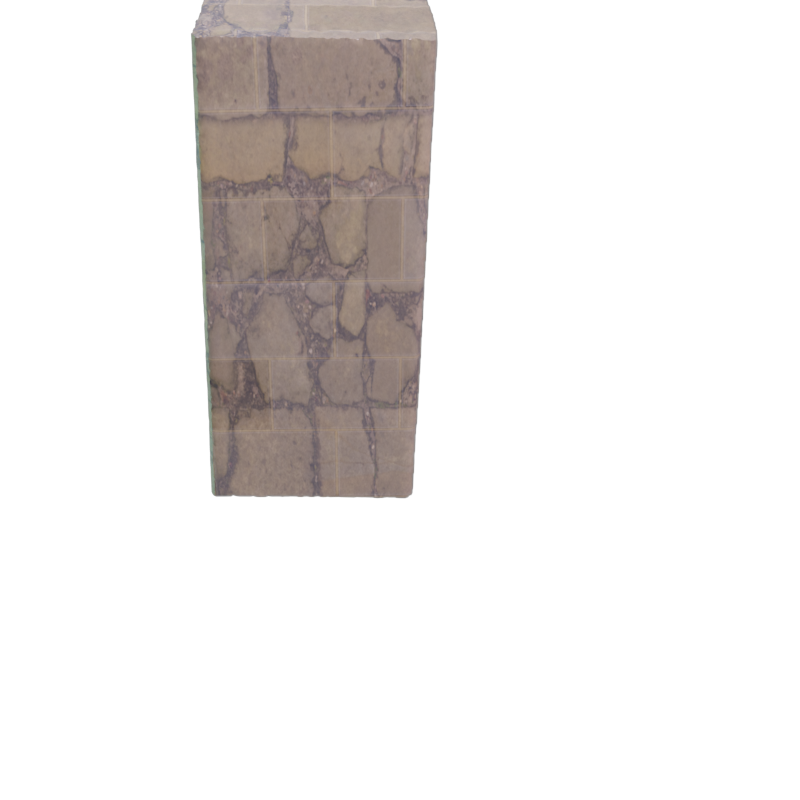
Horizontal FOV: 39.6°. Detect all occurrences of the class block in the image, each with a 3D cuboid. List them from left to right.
[{"bbox_3d":[-0.037,-0.068,0.477,0.090,0.194,0.096,0,29,-3],"label":"block"}]
